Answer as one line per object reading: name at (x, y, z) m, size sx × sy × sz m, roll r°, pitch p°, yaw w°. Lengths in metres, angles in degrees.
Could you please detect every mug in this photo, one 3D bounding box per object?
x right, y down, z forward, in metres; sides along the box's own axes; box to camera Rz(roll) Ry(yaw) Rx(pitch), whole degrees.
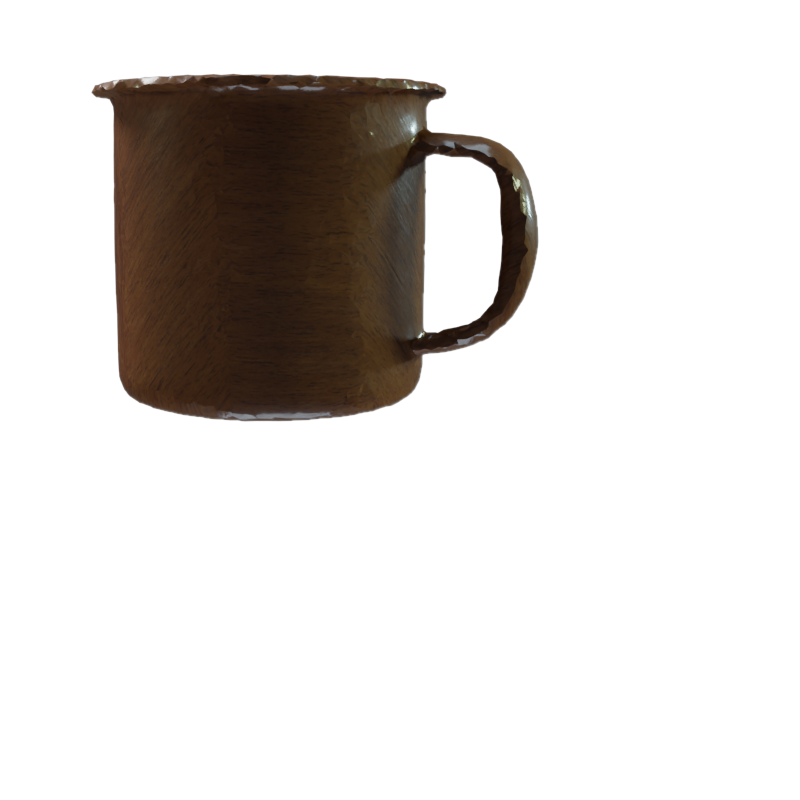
mug at (-0.023, -0.042, 0.292) m, size 0.120 × 0.080 × 0.093 m, roll 3°, pitch 9°, yaw 15°
